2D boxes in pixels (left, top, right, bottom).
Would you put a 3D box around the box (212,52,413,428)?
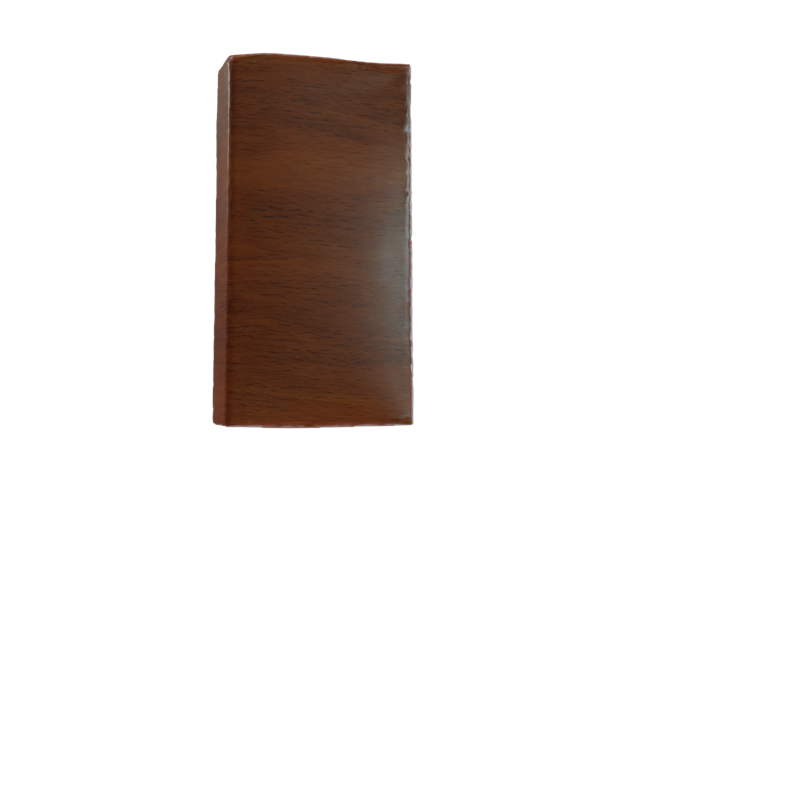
[{"bbox_3d":[-0.042,-0.077,0.537,0.091,0.178,0.048,1,-4,-15],"label":"box"}]
